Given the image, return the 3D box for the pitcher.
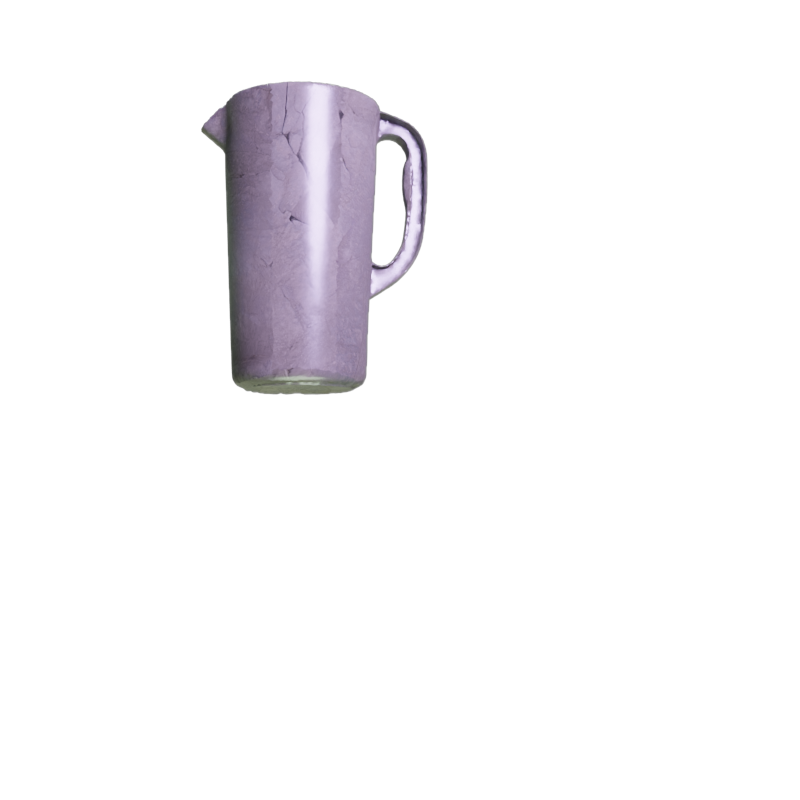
[{"bbox_3d":[-0.071,-0.130,0.911,0.153,0.250,0.137,-9,-13,37],"label":"pitcher"}]
